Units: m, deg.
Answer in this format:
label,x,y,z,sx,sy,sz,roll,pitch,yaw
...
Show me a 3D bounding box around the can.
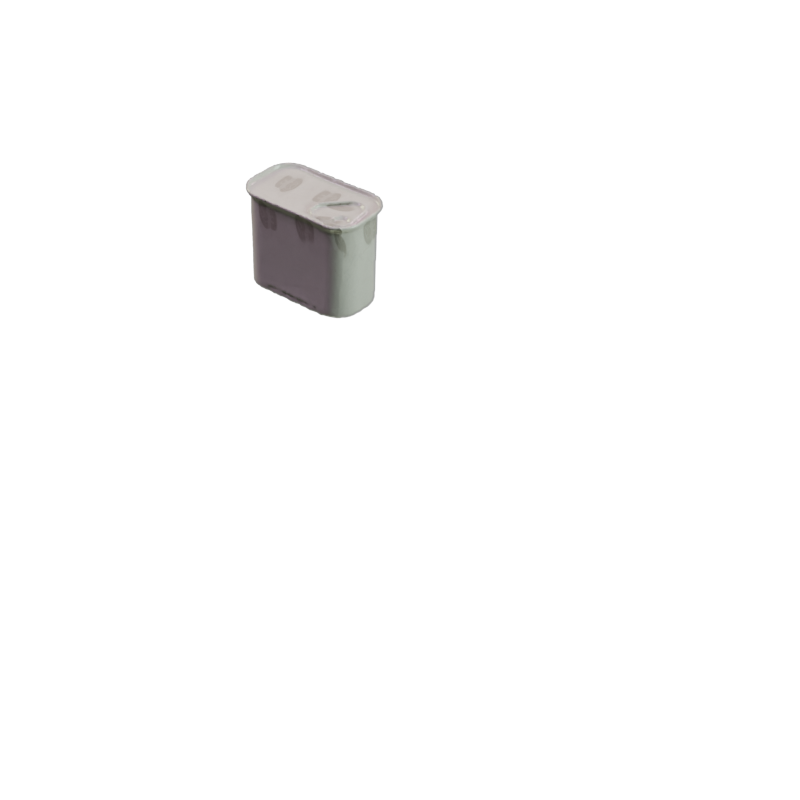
label,x,y,z,sx,sy,sz,roll,pitch,yaw
can,-0.064,-0.118,0.824,0.108,0.078,0.058,26,43,29
